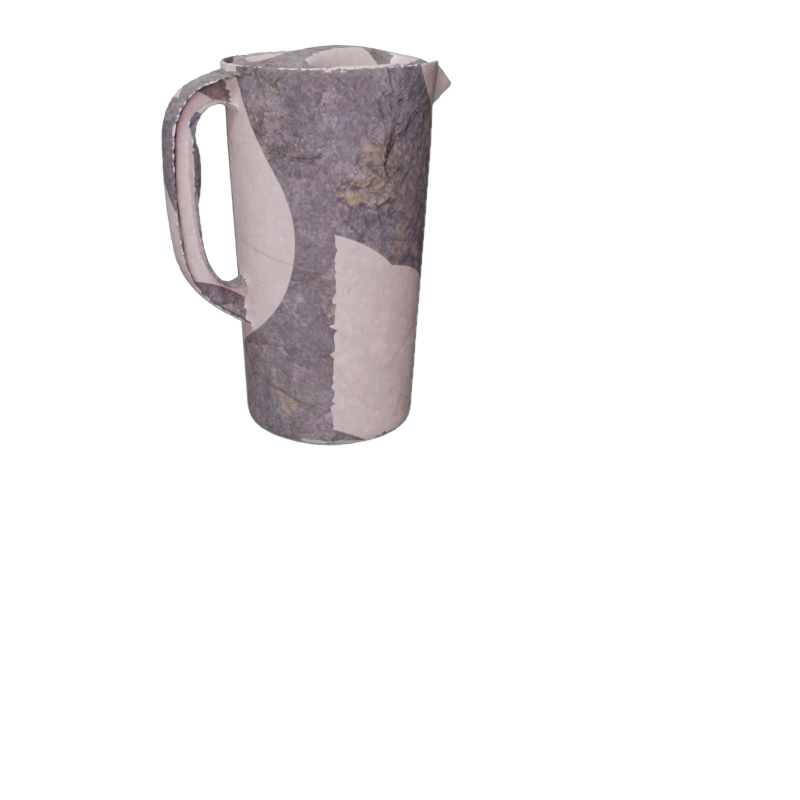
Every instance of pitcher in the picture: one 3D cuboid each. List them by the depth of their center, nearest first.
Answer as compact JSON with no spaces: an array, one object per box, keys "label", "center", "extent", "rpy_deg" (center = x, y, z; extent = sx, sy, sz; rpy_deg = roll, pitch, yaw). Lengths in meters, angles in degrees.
[{"label":"pitcher","center":[-0.055,-0.100,0.700],"extent":[0.153,0.235,0.147],"rpy_deg":[6,17,16]}]
